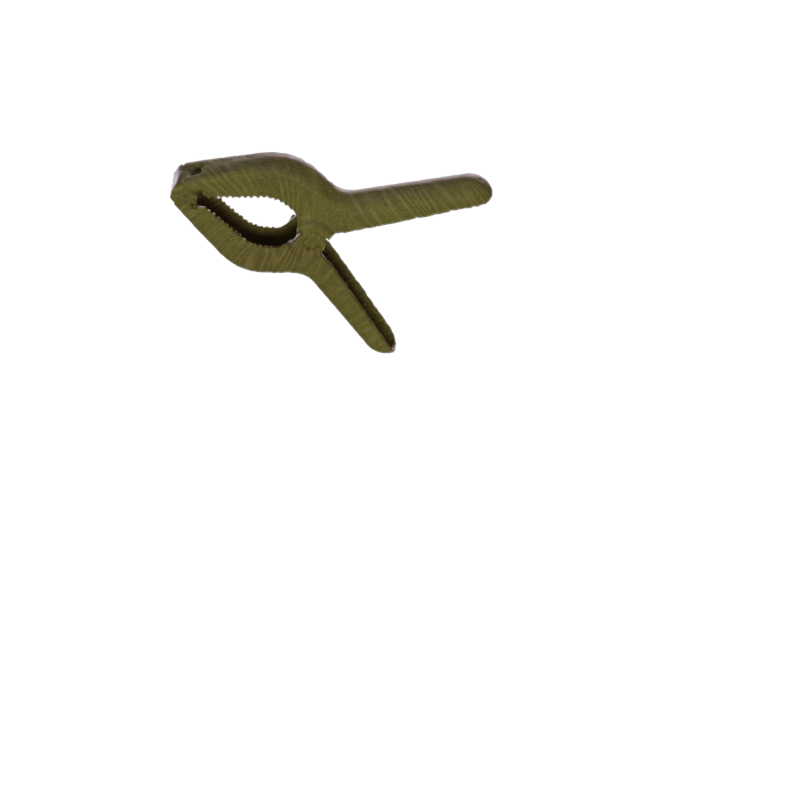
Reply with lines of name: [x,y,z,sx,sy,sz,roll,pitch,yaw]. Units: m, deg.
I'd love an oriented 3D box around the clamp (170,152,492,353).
clamp: [-0.061,-0.111,0.776,0.206,0.156,0.039,13,38,-11]
